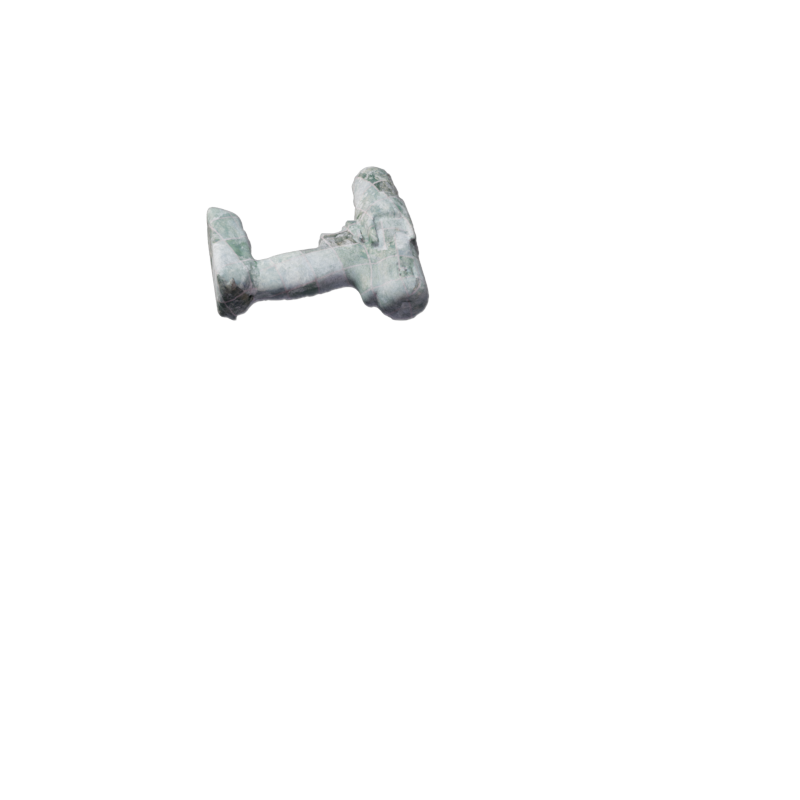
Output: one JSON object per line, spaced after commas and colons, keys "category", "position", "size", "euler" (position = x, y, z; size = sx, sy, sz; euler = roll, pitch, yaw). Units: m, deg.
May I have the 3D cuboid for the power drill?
{"category": "power drill", "position": [-0.078, -0.143, 0.999], "size": [0.186, 0.053, 0.199], "euler": [-7, 46, -7]}
